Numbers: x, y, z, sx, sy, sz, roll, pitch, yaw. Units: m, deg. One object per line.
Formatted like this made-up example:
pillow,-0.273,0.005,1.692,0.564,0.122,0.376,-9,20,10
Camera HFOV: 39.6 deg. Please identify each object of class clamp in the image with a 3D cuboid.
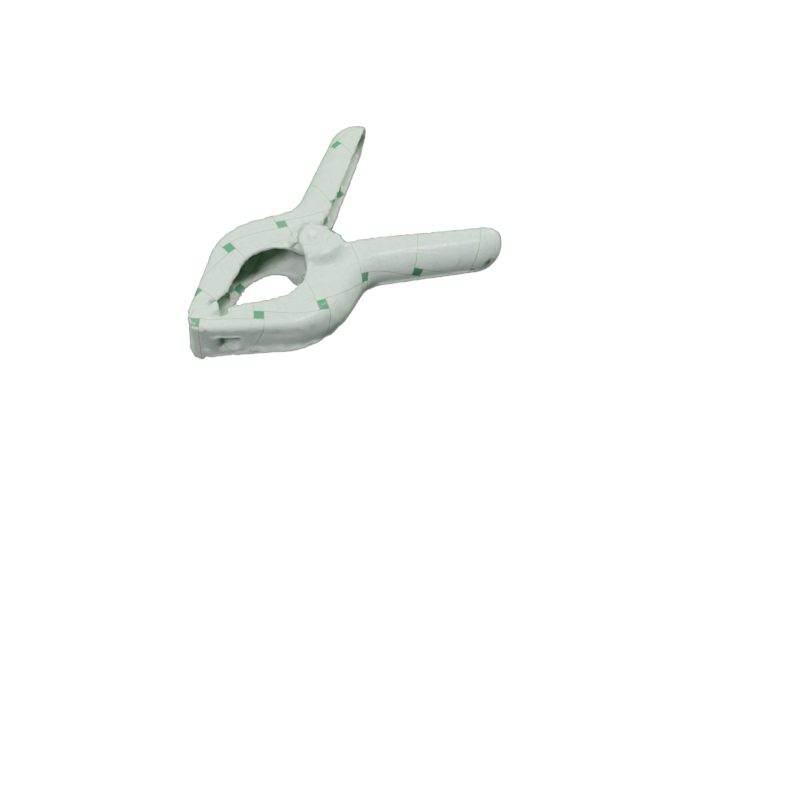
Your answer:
clamp,-0.046,-0.084,0.588,0.171,0.036,0.129,-26,52,-23
